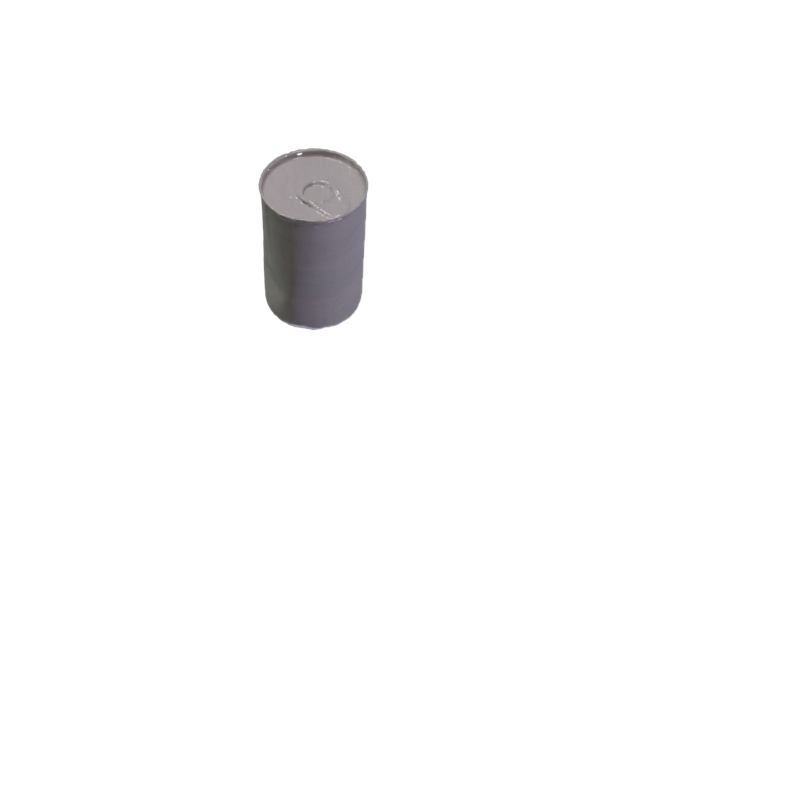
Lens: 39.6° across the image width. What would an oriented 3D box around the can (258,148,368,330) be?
[{"bbox_3d":[-0.056,-0.103,0.720,0.068,0.074,0.095,0,-42,-3],"label":"can"}]
